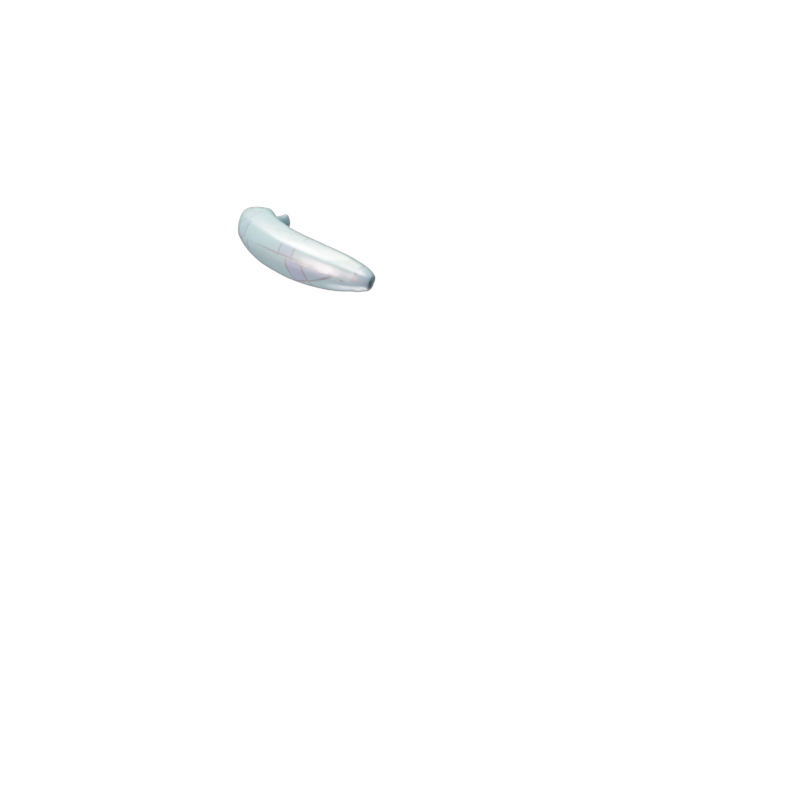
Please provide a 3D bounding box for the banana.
[{"bbox_3d":[-0.091,-0.131,0.923,0.068,0.035,0.212,-10,28,-22],"label":"banana"}]
